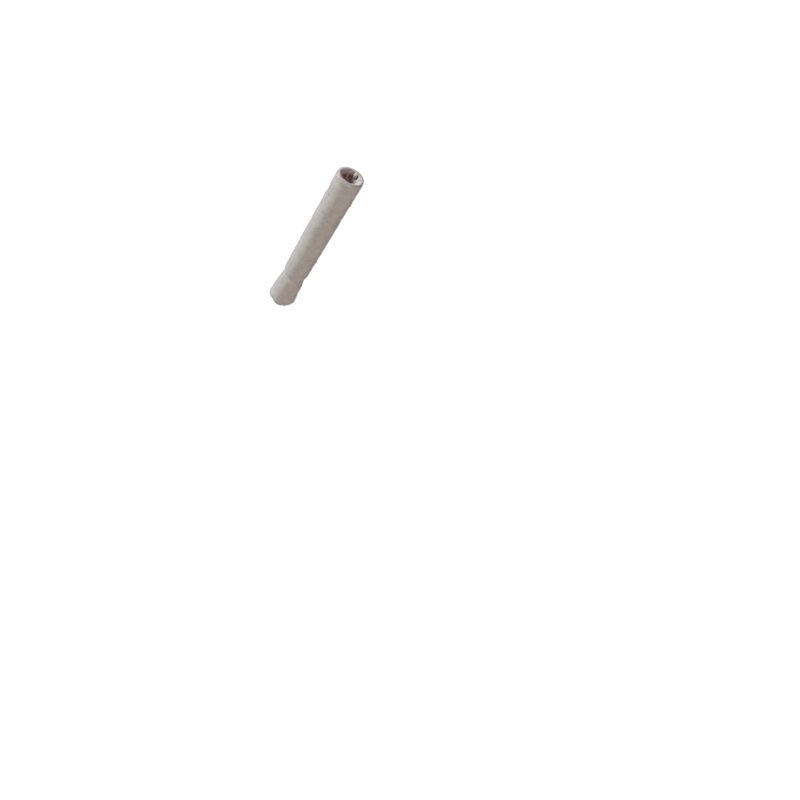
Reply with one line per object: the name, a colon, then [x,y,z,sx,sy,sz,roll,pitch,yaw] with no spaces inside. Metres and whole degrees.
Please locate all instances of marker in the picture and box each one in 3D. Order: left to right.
marker: [-0.057,-0.105,0.733,0.019,0.021,0.116,-1,-37,-36]
